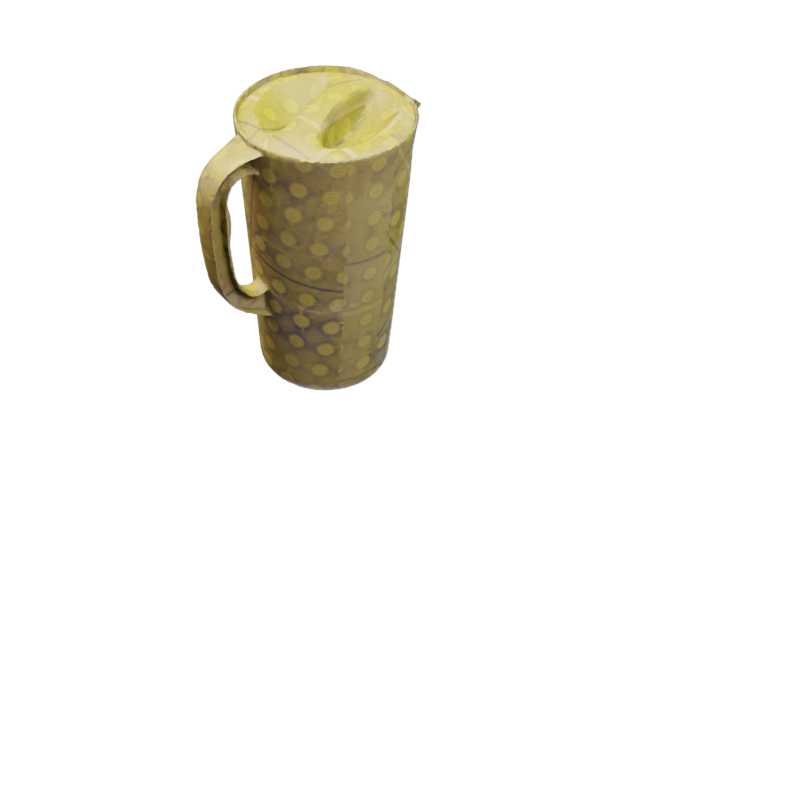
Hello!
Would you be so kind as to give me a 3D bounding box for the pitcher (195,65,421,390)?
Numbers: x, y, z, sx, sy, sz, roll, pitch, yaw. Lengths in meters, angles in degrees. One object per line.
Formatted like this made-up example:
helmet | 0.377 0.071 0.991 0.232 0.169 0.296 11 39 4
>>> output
pitcher | -0.067 -0.122 0.857 0.150 0.227 0.154 6 41 4
